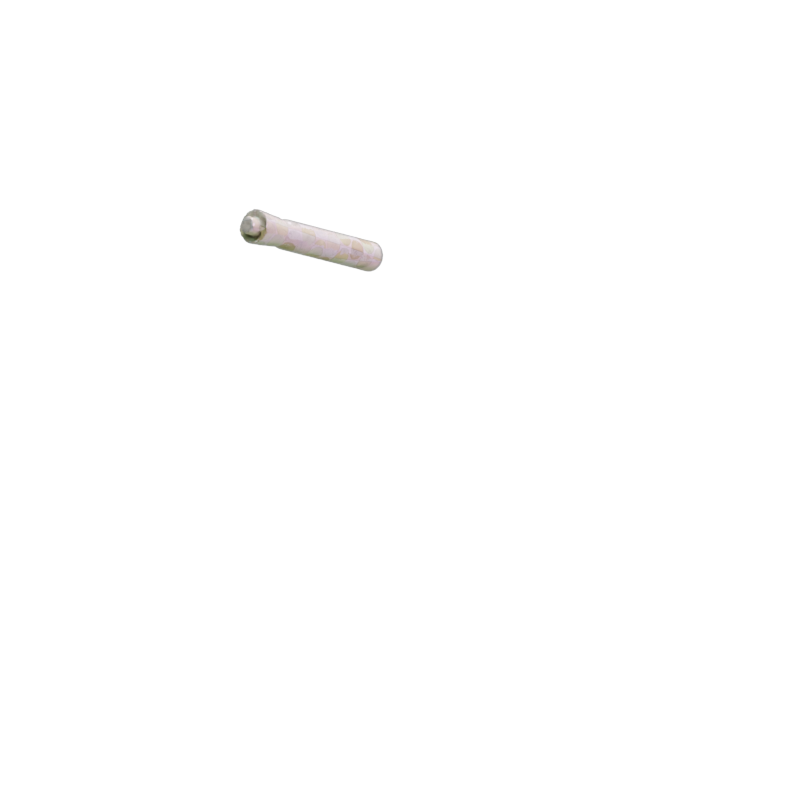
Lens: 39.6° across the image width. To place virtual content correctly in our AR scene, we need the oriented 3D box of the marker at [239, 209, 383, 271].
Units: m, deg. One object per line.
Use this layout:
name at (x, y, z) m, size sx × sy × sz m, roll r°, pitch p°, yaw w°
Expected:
marker at (-0.049, -0.090, 0.632) m, size 0.020 × 0.020 × 0.115 m, roll 3°, pitch -1°, yaw 33°
